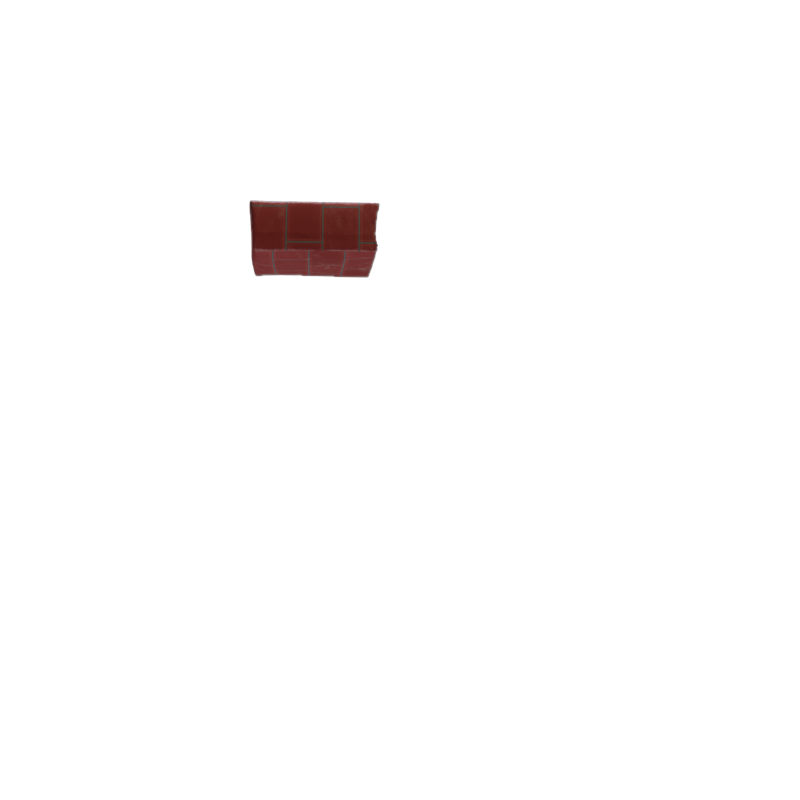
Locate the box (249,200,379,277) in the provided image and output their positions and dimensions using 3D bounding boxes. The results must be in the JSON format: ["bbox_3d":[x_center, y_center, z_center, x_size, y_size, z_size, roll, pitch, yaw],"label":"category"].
[{"bbox_3d":[-0.063,-0.115,0.804,0.089,0.039,0.112,0,-3,-4],"label":"box"}]
